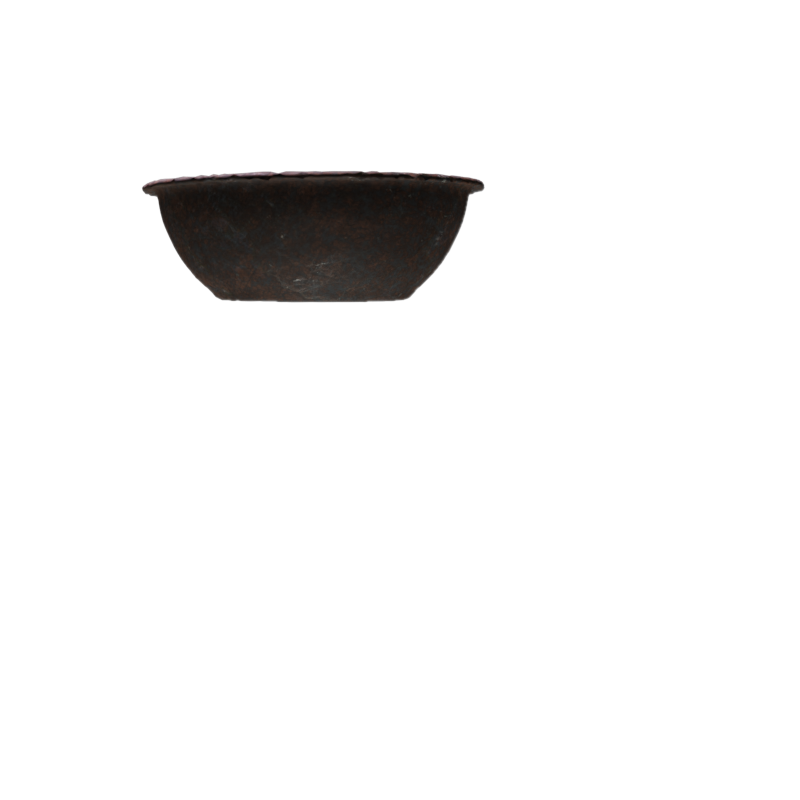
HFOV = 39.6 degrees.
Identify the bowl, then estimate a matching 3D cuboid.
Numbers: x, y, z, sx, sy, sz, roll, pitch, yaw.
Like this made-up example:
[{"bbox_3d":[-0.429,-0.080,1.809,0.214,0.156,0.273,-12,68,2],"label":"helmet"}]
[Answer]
[{"bbox_3d":[-0.041,-0.075,0.526,0.162,0.055,0.163,0,6,-2],"label":"bowl"}]
